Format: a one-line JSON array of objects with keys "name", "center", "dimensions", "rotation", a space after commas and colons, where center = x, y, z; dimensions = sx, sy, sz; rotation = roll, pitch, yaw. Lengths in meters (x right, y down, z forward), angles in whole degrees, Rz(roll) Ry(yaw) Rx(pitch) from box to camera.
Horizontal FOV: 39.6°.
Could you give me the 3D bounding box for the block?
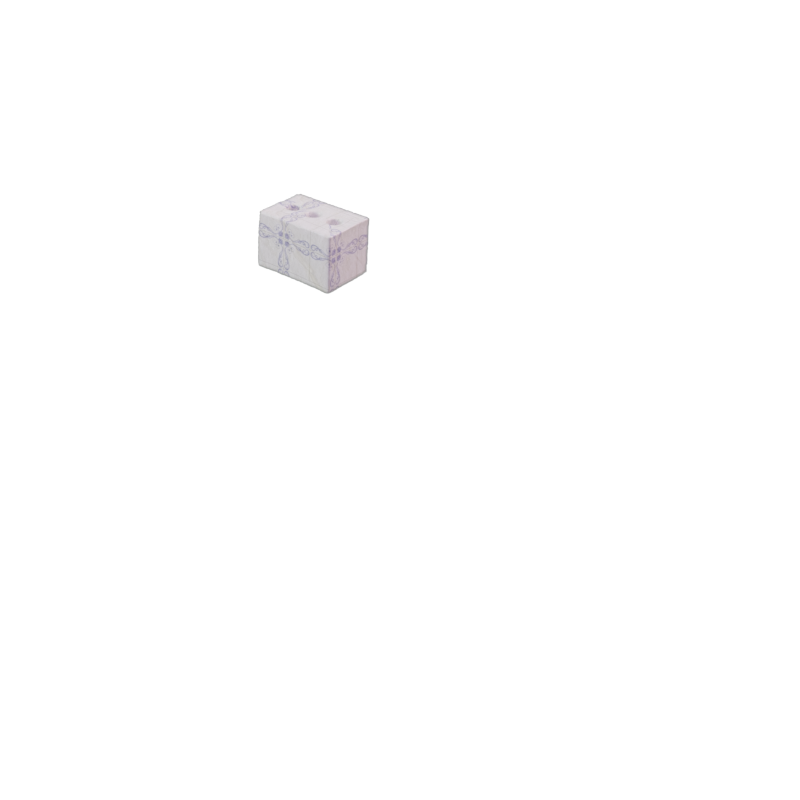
[{"name": "block", "center": [-0.071, -0.129, 0.906], "dimensions": [0.083, 0.048, 0.053], "rotation": [23, 37, 32]}]
